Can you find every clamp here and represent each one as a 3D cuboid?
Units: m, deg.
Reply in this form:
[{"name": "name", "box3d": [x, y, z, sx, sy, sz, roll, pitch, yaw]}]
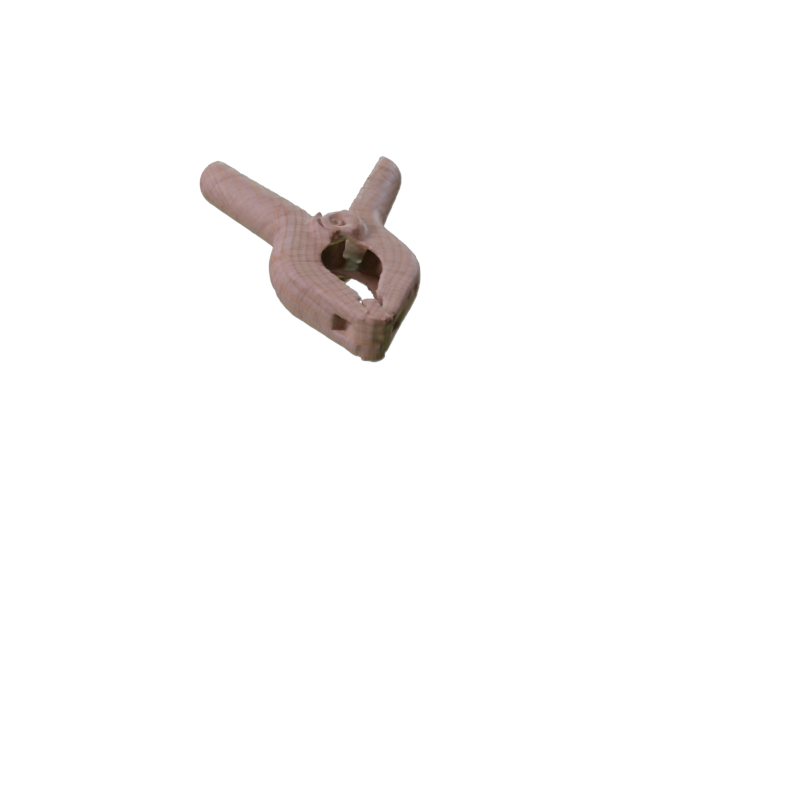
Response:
[{"name": "clamp", "box3d": [-0.047, -0.086, 0.599, 0.119, 0.037, 0.184, -5, 37, -7]}]
